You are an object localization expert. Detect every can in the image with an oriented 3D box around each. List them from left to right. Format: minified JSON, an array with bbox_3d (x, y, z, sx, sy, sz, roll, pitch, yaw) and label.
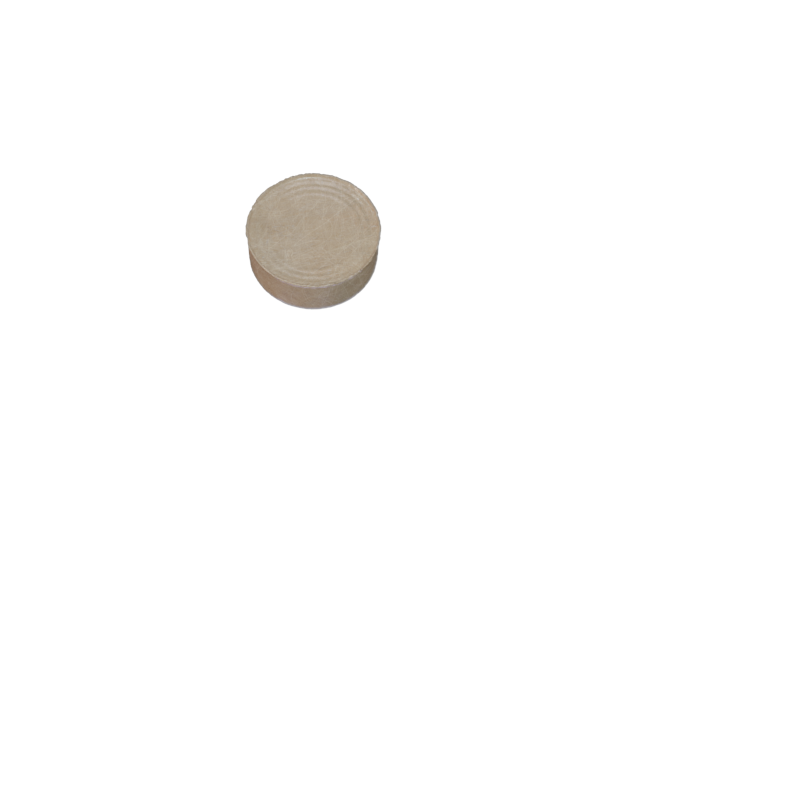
[{"bbox_3d":[-0.056,-0.102,0.715,0.086,0.091,0.031,-1,-30,-1],"label":"can"}]
